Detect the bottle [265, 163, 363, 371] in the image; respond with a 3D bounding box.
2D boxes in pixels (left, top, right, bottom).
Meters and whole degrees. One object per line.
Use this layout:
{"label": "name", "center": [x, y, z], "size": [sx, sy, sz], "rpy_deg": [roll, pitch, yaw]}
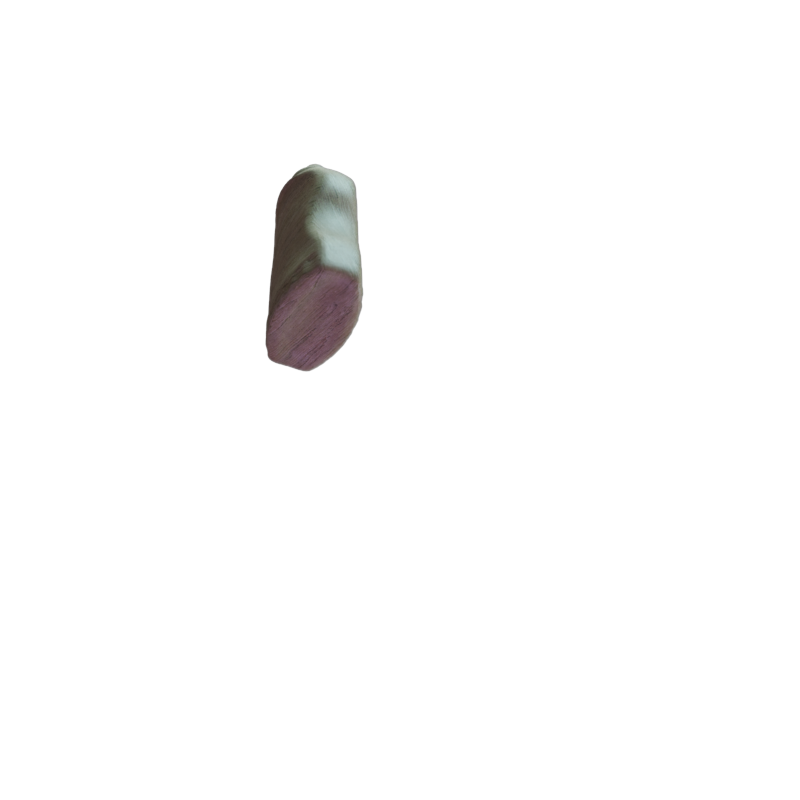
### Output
{"label": "bottle", "center": [-0.064, -0.118, 0.828], "size": [0.057, 0.092, 0.206], "rpy_deg": [16, 38, -18]}
